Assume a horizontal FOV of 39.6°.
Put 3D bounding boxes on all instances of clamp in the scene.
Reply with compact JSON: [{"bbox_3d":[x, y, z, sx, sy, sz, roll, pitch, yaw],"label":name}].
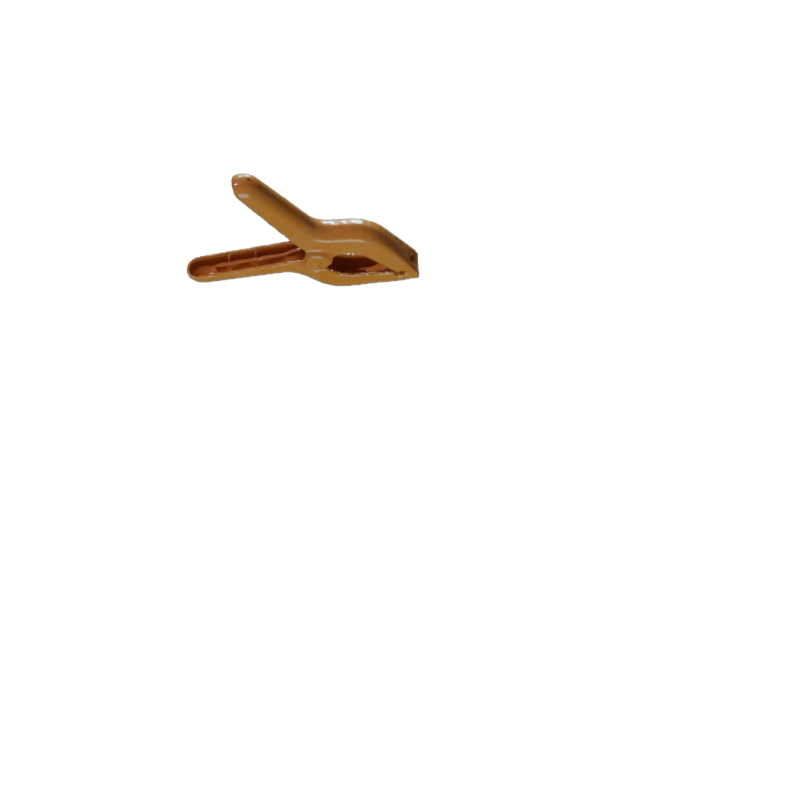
[{"bbox_3d":[-0.078,-0.142,0.998,0.206,0.039,0.158,6,-25,-13],"label":"clamp"}]
